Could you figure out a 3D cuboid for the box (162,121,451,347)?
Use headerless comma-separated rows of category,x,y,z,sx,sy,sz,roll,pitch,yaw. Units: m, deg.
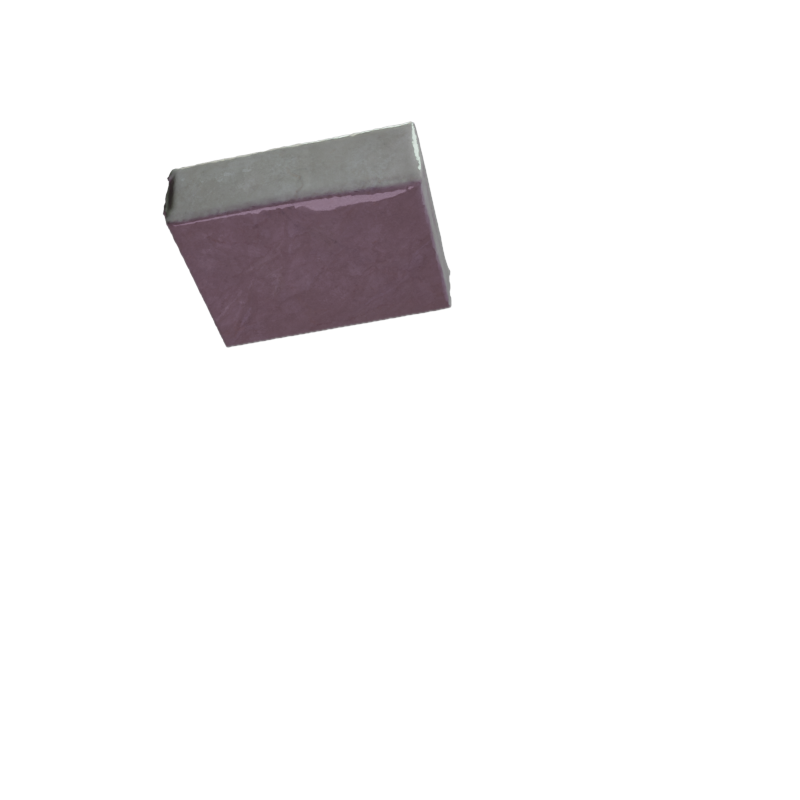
box,-0.039,-0.071,0.500,0.114,0.042,0.083,-8,-38,9
